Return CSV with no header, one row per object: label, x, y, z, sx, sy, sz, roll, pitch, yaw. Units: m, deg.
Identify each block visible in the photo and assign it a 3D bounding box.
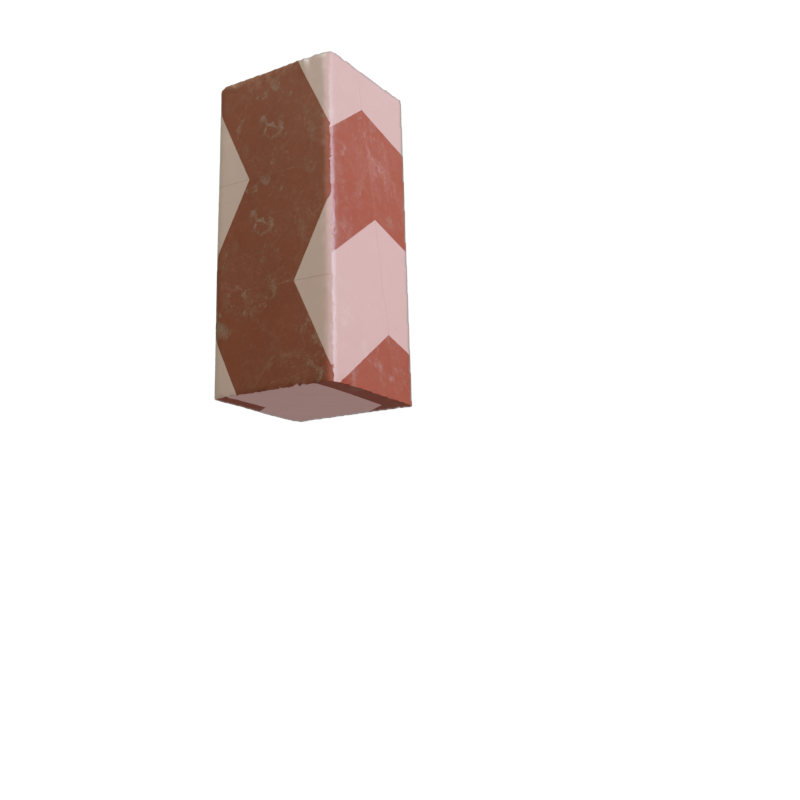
block,-0.055,-0.100,0.699,0.092,0.215,0.084,-13,-21,31
